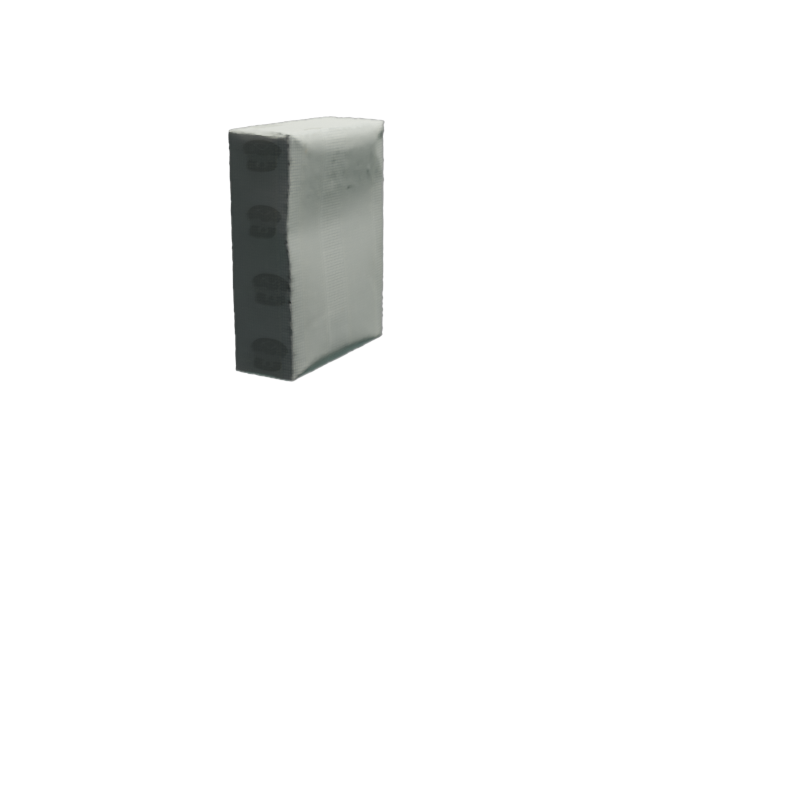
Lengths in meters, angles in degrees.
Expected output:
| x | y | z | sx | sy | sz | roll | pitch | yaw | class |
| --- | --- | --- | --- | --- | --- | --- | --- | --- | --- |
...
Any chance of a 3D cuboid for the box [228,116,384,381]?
| x | y | z | sx | sy | sz | roll | pitch | yaw | class |
| --- | --- | --- | --- | --- | --- | --- | --- | --- | --- |
| -0.078 | -0.143 | 0.999 | 0.075 | 0.208 | 0.162 | 8 | 16 | 28 | box |
